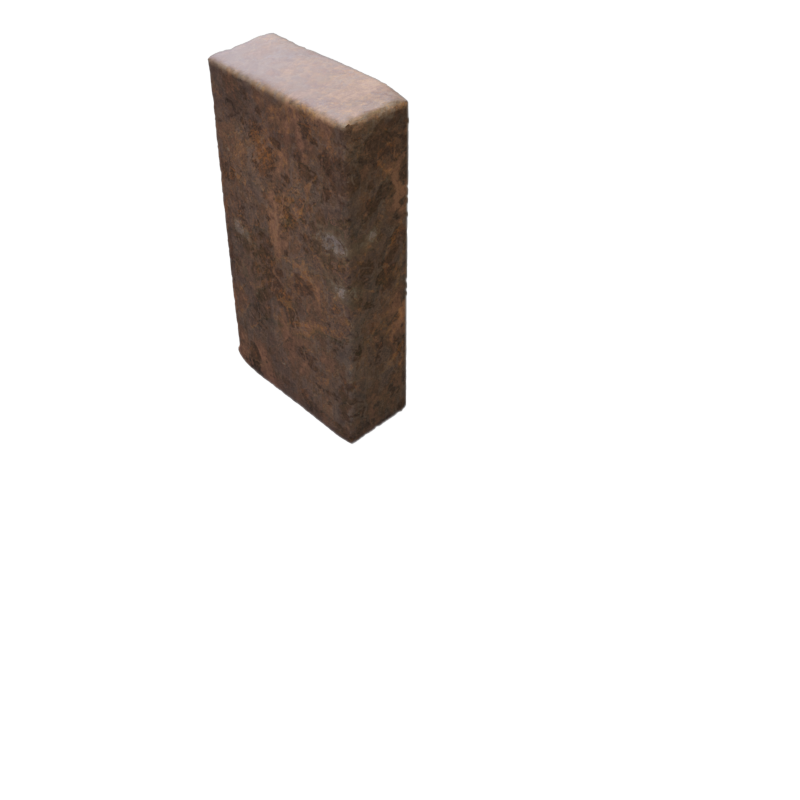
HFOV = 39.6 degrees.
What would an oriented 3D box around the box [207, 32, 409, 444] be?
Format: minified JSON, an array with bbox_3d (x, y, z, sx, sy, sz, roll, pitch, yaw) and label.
[{"bbox_3d":[-0.041,-0.075,0.522,0.048,0.165,0.100,-27,46,-34],"label":"box"}]
